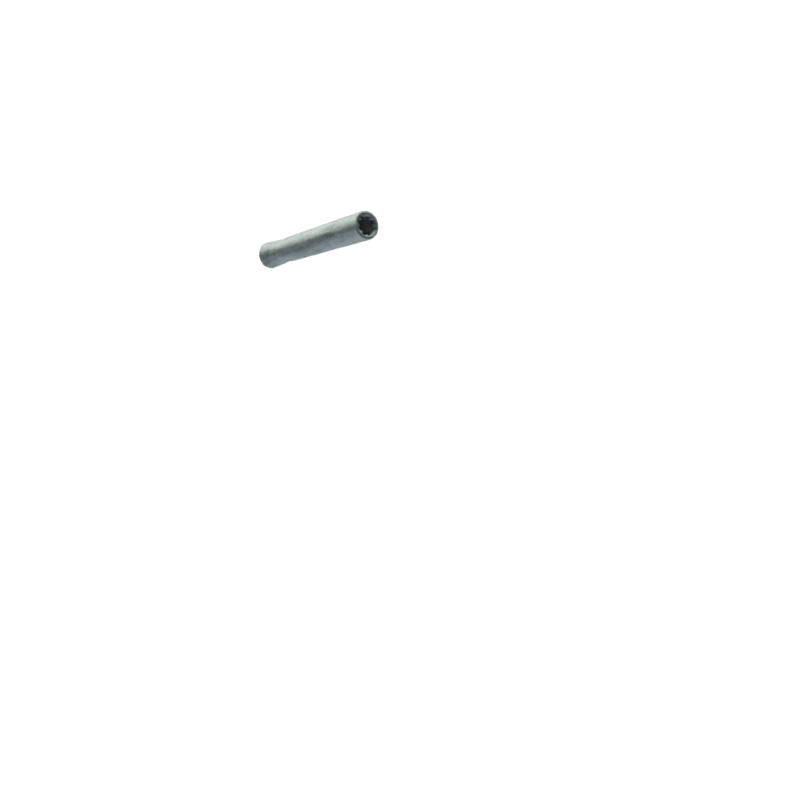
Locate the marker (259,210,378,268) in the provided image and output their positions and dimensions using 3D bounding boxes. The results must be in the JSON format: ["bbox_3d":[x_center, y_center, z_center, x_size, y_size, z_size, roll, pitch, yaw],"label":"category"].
[{"bbox_3d":[-0.058,-0.105,0.739,0.019,0.020,0.124,-3,-2,-37],"label":"marker"}]
